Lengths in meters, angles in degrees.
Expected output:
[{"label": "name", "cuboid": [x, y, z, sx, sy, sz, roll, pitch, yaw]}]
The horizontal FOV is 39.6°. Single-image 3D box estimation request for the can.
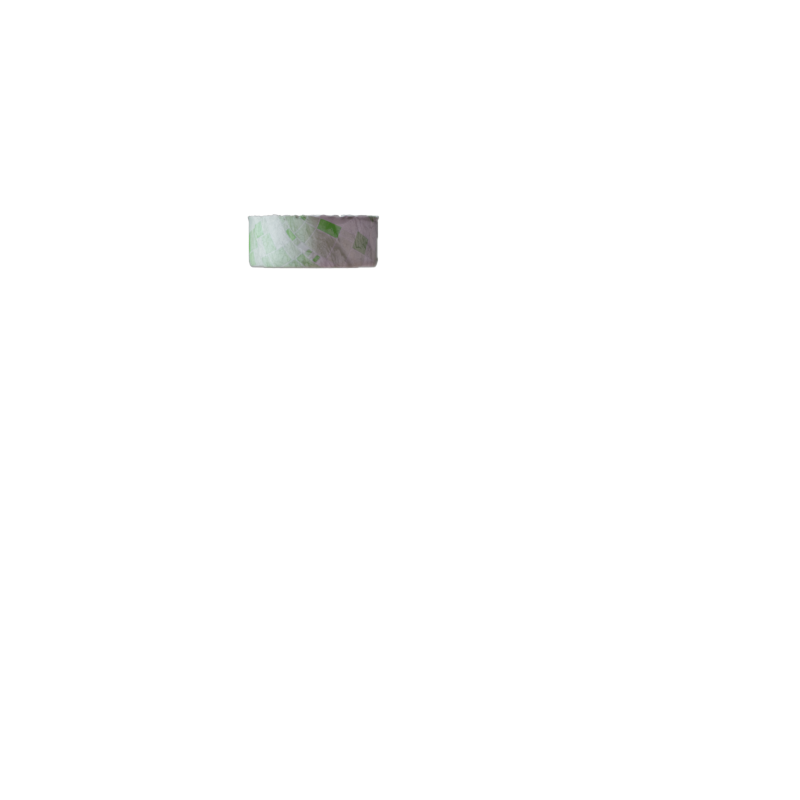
[{"label": "can", "cuboid": [-0.057, -0.103, 0.723, 0.086, 0.033, 0.087, 0, 7, -2]}]
